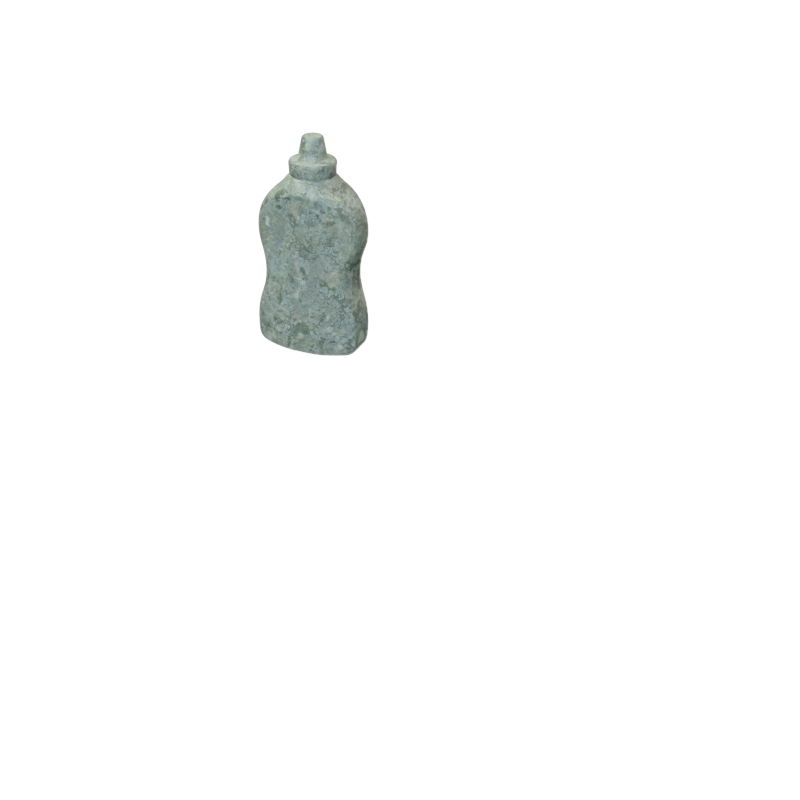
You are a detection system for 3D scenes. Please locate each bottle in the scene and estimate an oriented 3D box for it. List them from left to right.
[{"bbox_3d":[-0.075,-0.137,0.959,0.100,0.182,0.059,13,26,23],"label":"bottle"}]
